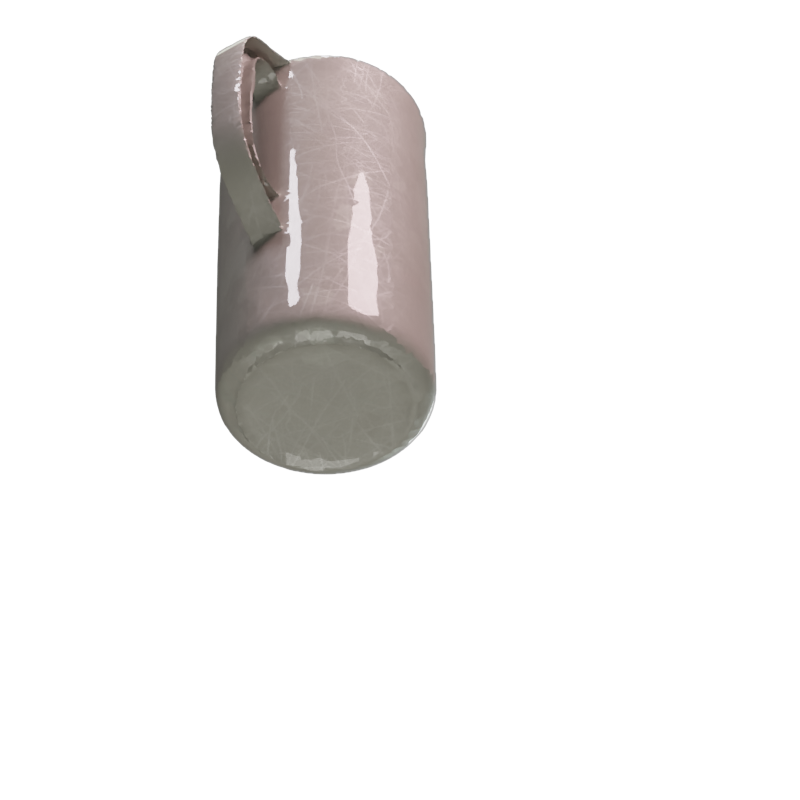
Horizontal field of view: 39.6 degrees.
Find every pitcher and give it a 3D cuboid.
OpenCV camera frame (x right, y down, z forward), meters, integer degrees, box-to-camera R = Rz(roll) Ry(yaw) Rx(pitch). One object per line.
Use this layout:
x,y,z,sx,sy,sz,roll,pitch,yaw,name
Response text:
-0.049,-0.089,0.621,0.146,0.138,0.261,11,40,-13,pitcher
